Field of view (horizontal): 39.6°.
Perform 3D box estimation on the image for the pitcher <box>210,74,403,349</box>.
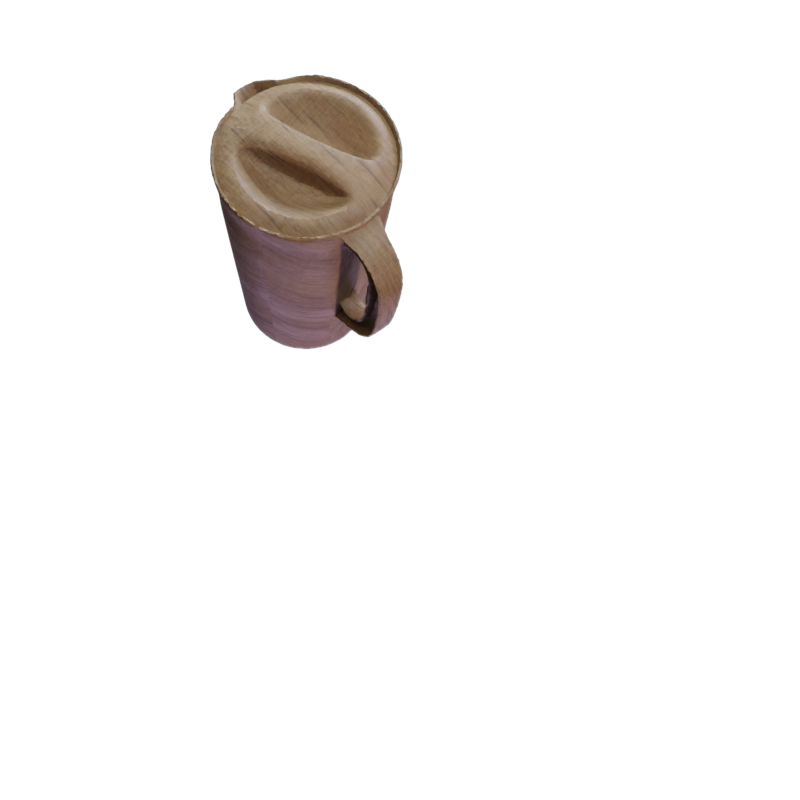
[{"bbox_3d":[-0.067,-0.123,0.859,0.145,0.157,0.231,9,-23,0],"label":"pitcher"}]
